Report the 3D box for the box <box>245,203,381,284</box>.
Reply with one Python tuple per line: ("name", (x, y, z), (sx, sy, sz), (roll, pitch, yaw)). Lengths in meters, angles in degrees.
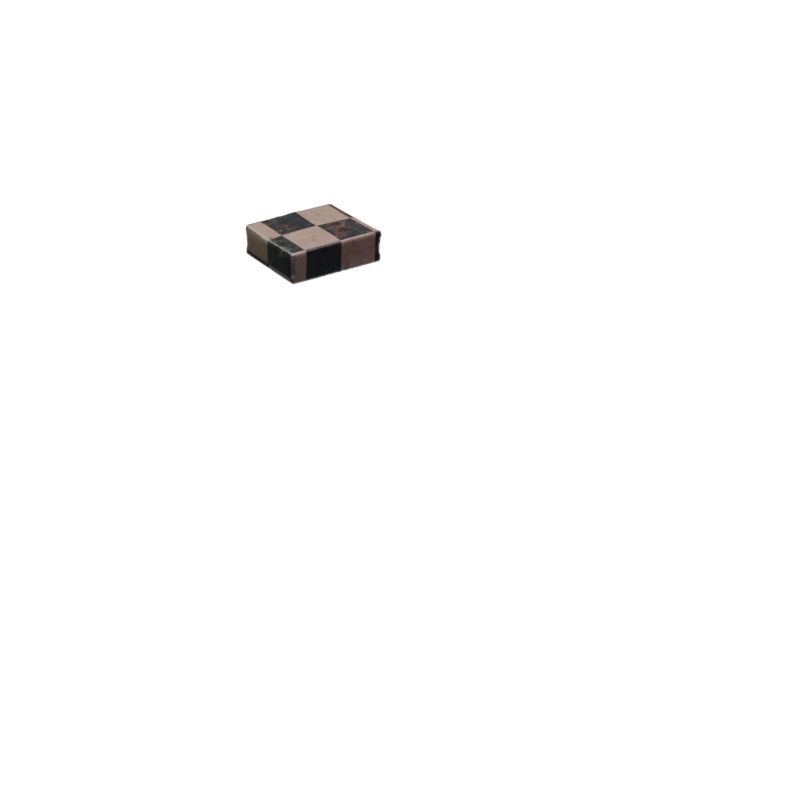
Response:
("box", (-0.072, -0.131, 0.915), (0.088, 0.028, 0.078), (-19, 35, -30))
